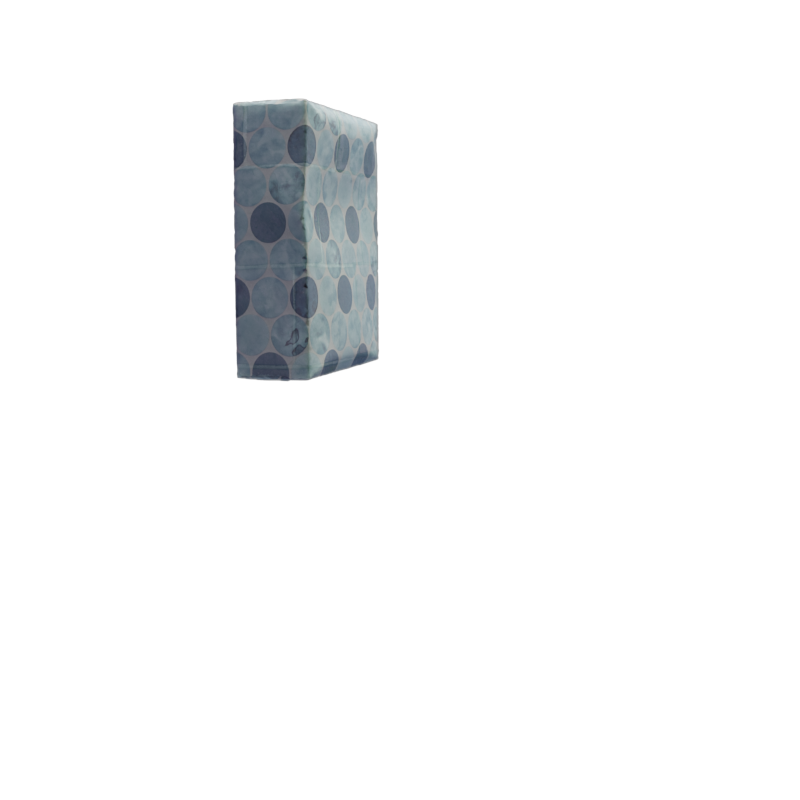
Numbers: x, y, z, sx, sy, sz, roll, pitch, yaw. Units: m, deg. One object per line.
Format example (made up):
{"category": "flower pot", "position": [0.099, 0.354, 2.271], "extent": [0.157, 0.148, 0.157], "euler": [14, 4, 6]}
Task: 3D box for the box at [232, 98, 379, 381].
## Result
{"category": "box", "position": [-0.071, -0.130, 0.911], "extent": [0.074, 0.214, 0.160], "euler": [0, 2, 20]}
